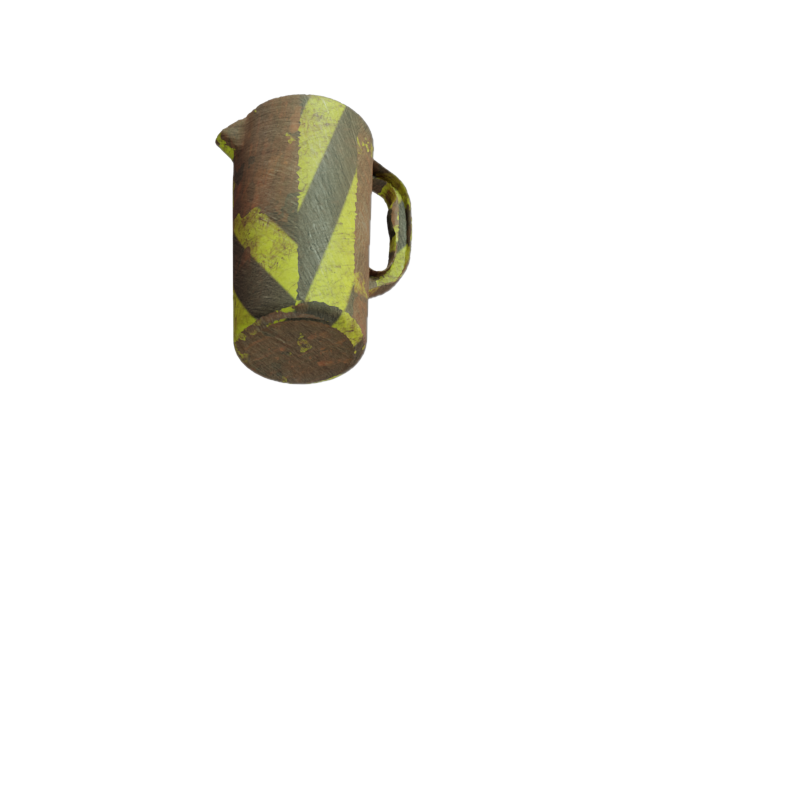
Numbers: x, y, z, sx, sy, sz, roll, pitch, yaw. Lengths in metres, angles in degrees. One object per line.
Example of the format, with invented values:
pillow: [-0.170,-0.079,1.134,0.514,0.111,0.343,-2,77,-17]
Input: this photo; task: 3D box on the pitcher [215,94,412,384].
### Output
pitcher: [-0.075,-0.138,0.964,0.151,0.261,0.134,-14,-39,14]
